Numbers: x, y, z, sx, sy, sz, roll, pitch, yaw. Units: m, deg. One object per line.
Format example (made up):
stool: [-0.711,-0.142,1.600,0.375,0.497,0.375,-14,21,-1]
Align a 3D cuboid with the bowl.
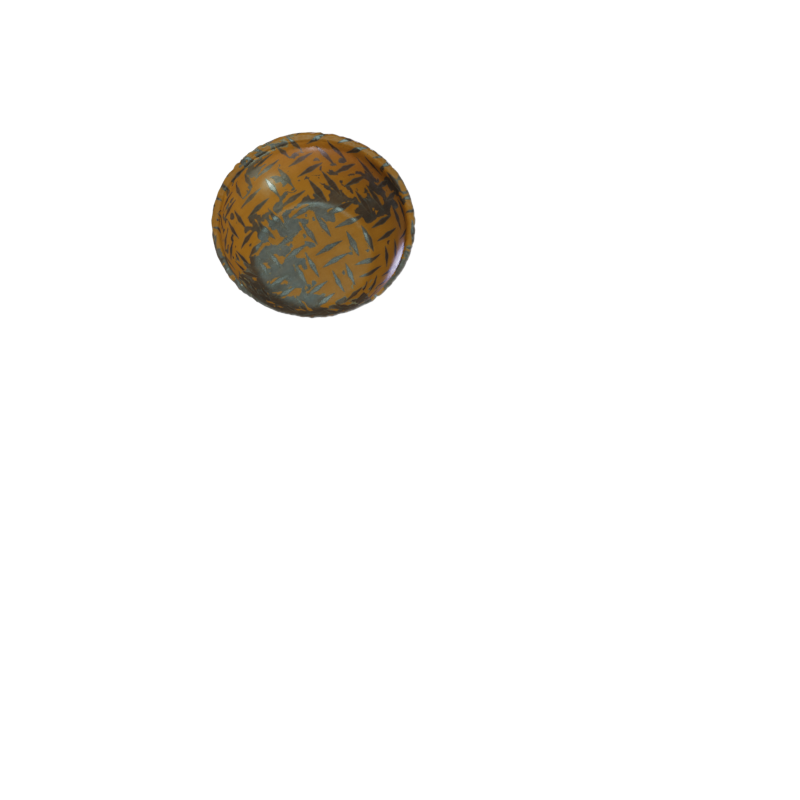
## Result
bowl: [-0.067,-0.122,0.855,0.162,0.153,0.058,1,27,-1]
